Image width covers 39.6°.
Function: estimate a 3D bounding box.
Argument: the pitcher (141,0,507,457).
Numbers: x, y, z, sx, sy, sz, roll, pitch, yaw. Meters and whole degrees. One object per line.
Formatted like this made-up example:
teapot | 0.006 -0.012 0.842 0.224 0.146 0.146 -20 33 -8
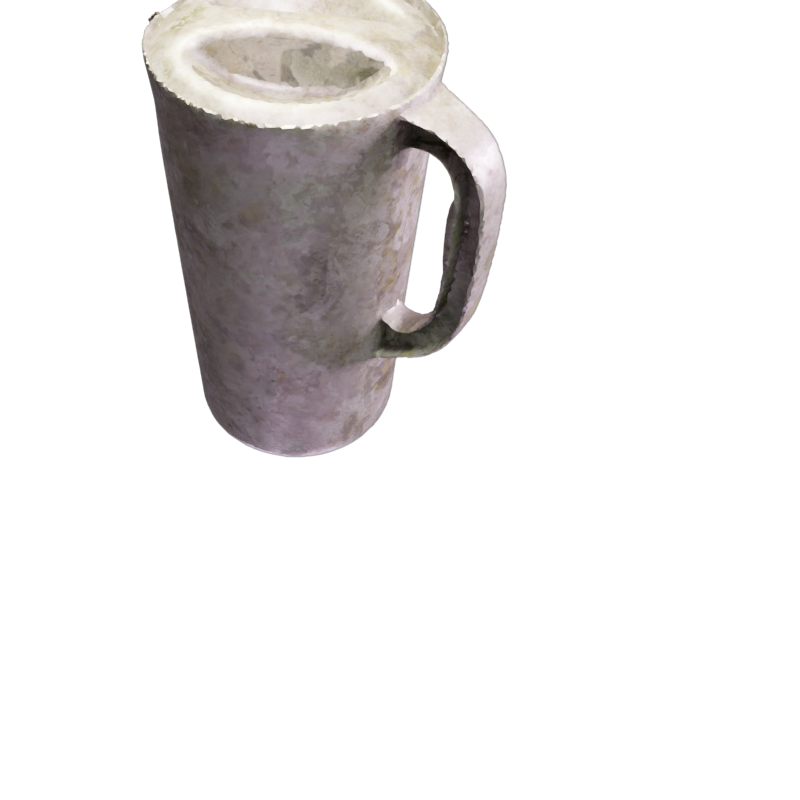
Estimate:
pitcher | -0.043 -0.079 0.551 0.144 0.161 0.226 -6 -43 -9
